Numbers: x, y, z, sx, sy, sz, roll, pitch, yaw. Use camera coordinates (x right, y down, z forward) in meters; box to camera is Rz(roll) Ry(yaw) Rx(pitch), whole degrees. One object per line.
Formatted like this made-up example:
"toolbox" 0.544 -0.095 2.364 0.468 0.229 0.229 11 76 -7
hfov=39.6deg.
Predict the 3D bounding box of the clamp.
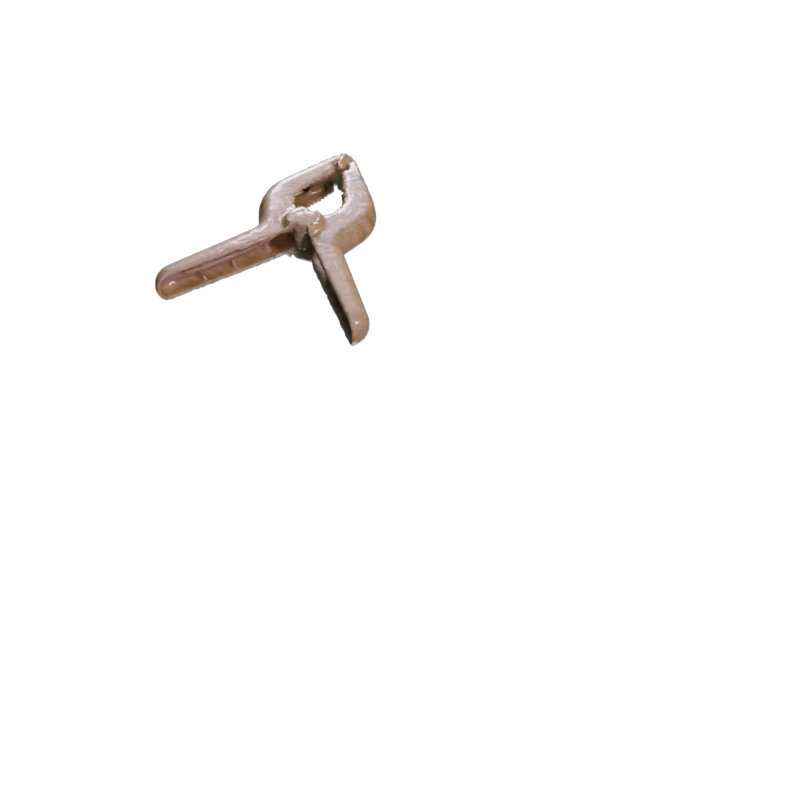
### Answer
"clamp" -0.067 -0.123 0.860 0.171 0.034 0.217 18 45 19
